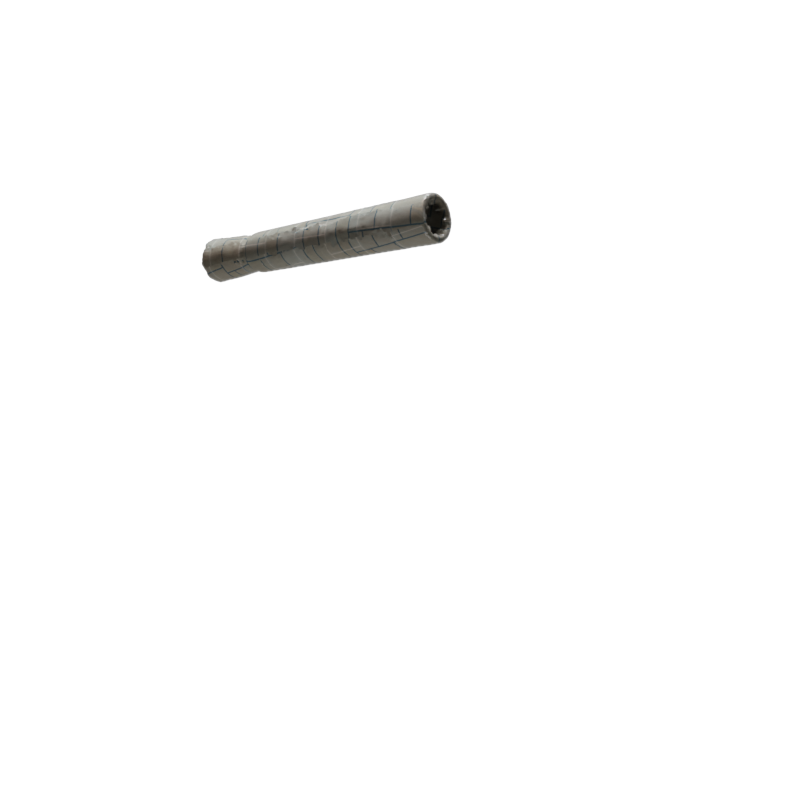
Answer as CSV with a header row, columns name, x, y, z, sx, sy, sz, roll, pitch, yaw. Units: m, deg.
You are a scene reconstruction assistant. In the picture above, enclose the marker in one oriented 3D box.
name,x,y,z,sx,sy,sz,roll,pitch,yaw
marker,-0.035,-0.063,0.440,0.124,0.020,0.019,-4,0,39
